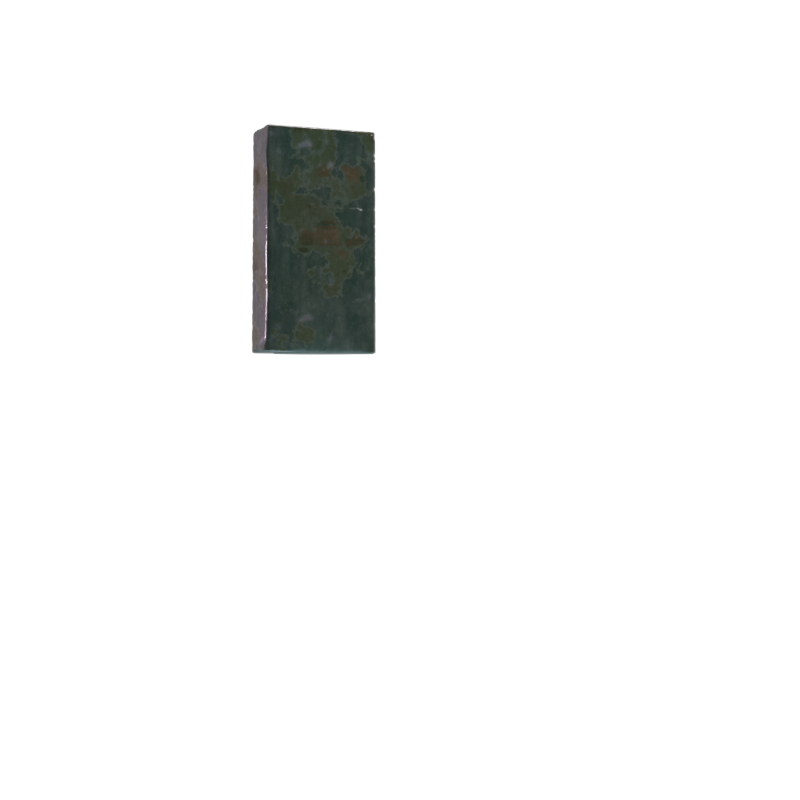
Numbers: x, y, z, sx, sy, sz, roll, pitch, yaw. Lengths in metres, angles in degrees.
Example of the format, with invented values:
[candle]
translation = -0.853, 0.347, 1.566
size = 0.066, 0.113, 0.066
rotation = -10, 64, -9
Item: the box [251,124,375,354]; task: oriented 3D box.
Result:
[box]
translation = -0.068, -0.125, 0.873
size = 0.091, 0.179, 0.049
rotation = 2, -7, -22
